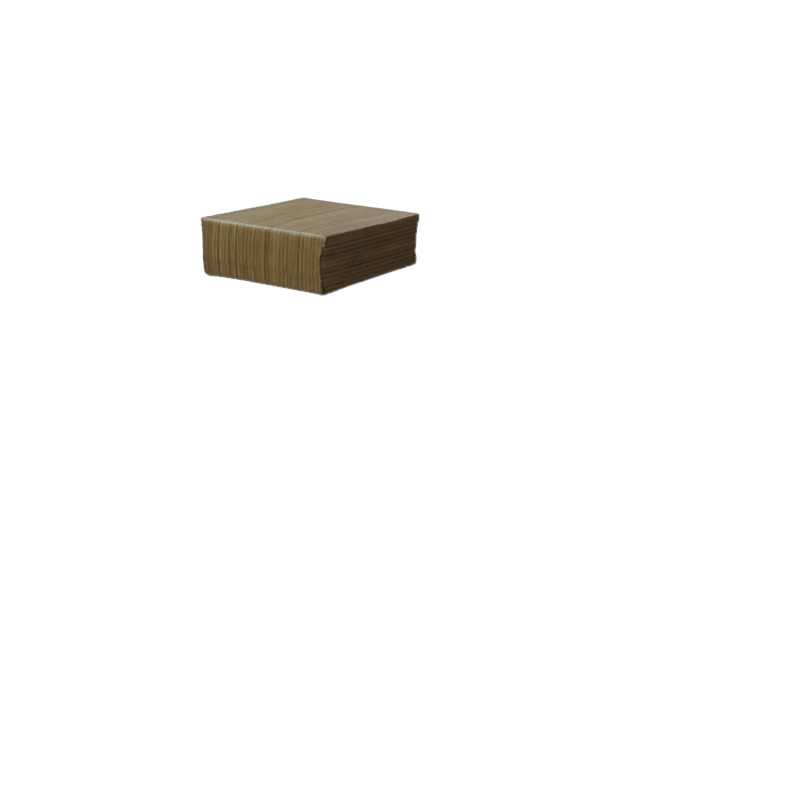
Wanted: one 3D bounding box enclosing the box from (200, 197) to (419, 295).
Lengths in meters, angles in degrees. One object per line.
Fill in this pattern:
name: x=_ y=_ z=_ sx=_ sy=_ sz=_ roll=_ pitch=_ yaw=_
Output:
box: x=-0.053 y=-0.097 z=0.679 sx=0.094 sy=0.037 sz=0.113 roll=11 pitch=22 yaw=29
